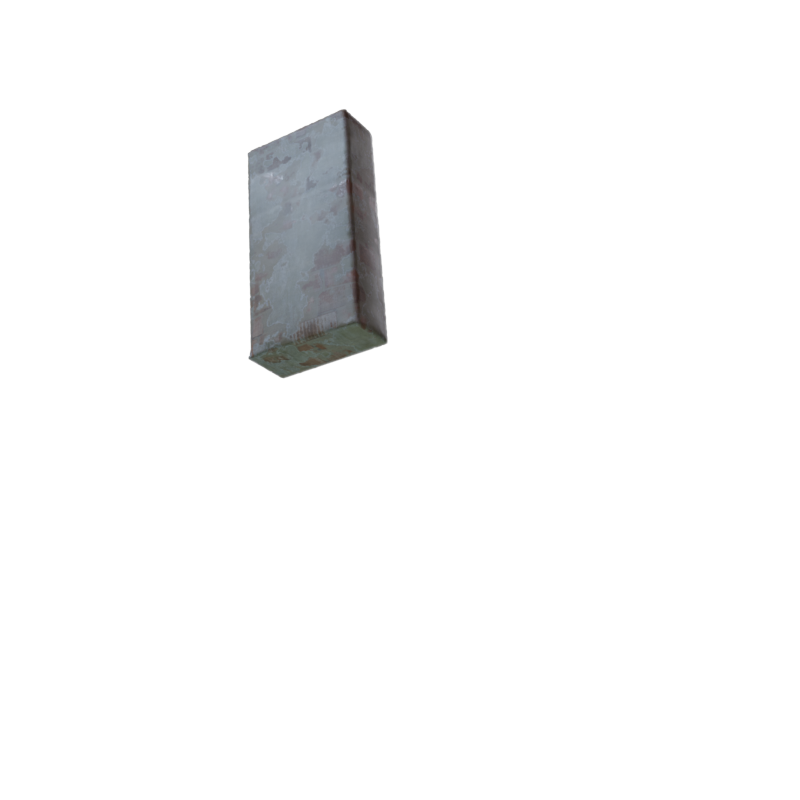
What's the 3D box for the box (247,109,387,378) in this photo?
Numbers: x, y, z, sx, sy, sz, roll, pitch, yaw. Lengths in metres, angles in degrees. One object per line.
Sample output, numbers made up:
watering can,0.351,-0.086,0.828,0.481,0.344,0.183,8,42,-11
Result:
box,-0.062,-0.113,0.792,0.094,0.188,0.045,-19,-34,27
